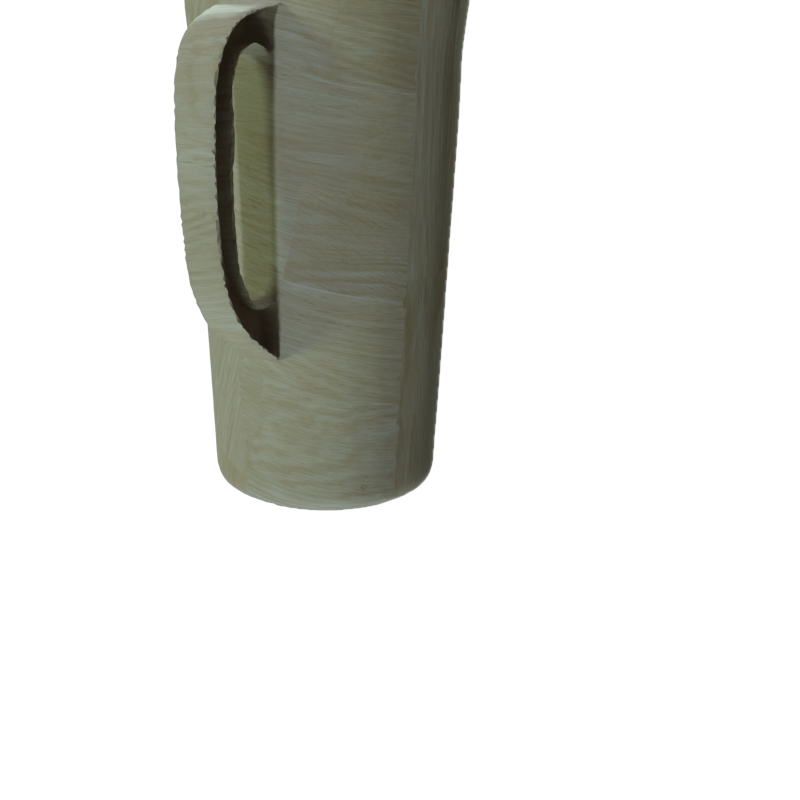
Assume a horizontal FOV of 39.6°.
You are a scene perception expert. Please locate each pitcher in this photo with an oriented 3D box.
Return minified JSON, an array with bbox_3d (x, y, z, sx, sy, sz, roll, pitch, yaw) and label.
[{"bbox_3d":[-0.041,-0.076,0.530,0.146,0.238,0.151,-3,11,-18],"label":"pitcher"}]
